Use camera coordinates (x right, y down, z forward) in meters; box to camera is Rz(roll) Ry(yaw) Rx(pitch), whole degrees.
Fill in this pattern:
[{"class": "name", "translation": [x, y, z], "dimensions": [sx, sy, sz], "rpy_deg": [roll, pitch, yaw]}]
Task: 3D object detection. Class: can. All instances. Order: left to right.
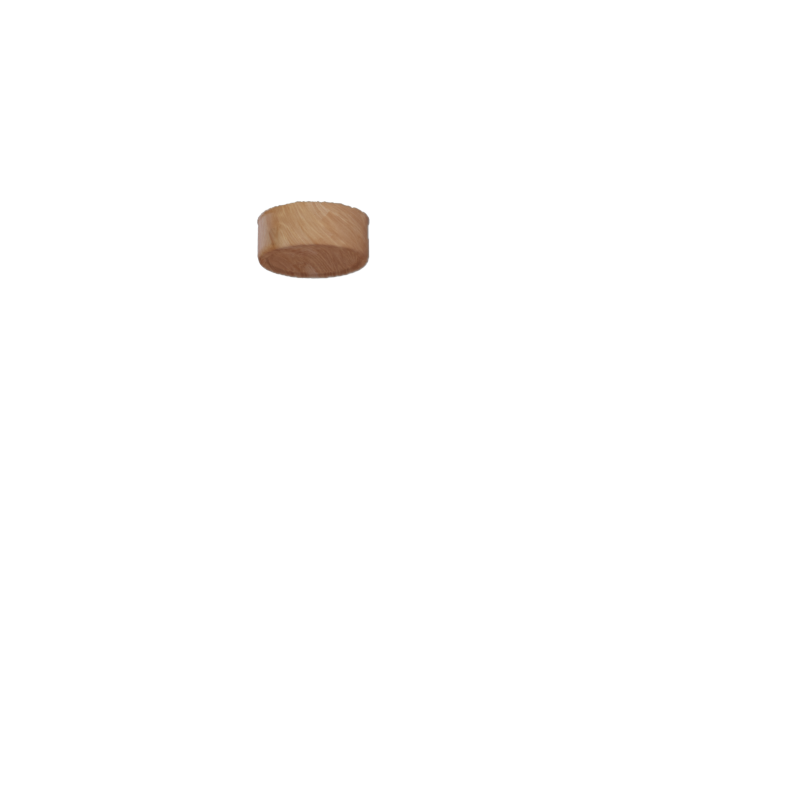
[{"class": "can", "translation": [-0.066, -0.120, 0.840], "dimensions": [0.086, 0.035, 0.083], "rpy_deg": [0, -13, -2]}]
